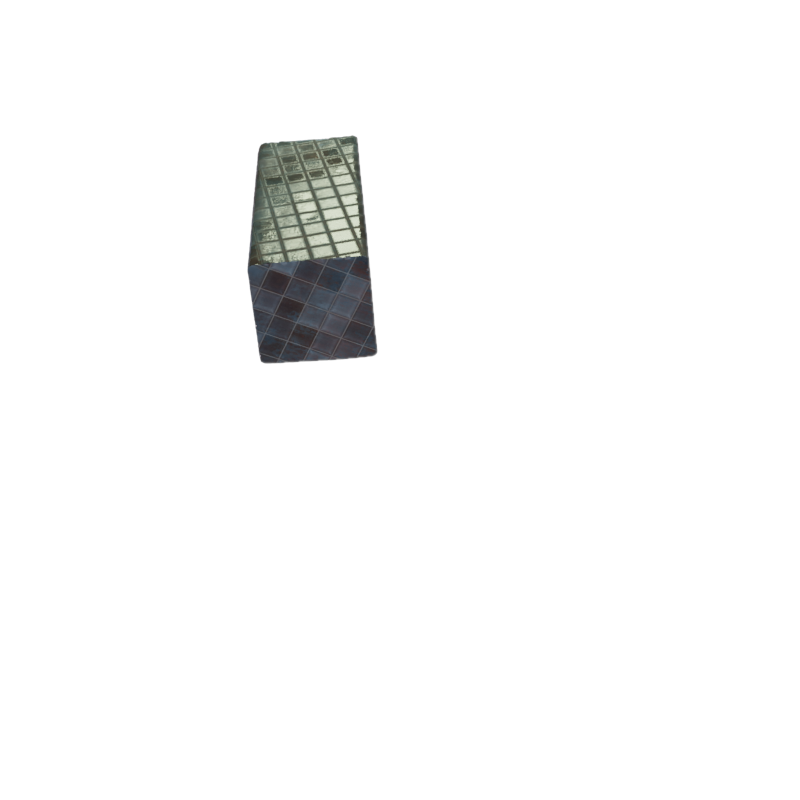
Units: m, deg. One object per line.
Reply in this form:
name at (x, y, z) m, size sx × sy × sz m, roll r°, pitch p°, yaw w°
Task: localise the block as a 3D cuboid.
block at (-0.071, -0.128, 0.898) m, size 0.090 × 0.085 × 0.220 m, roll -5°, pitch 36°, yaw 0°
